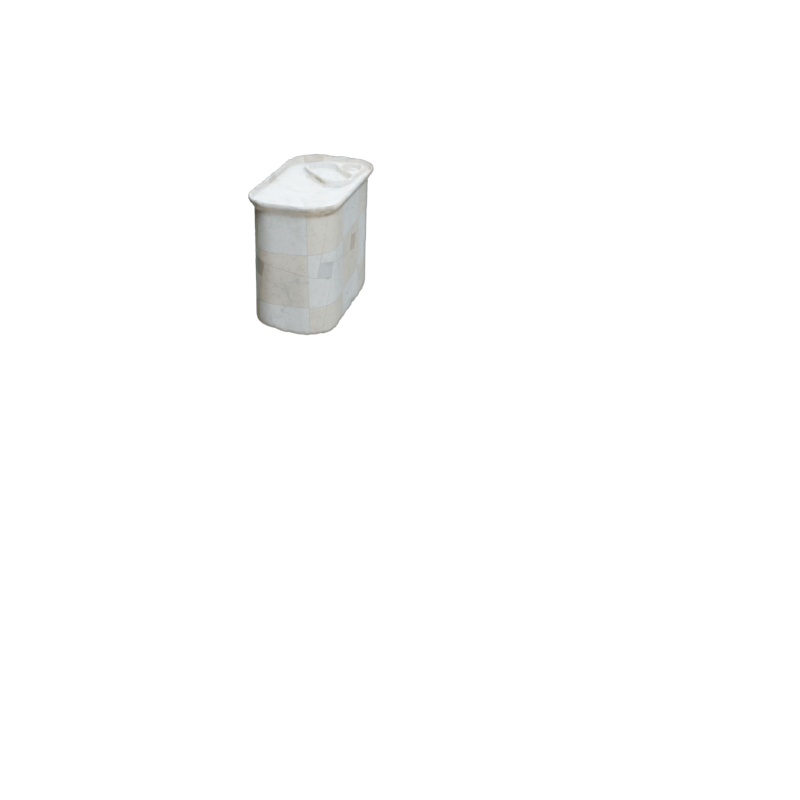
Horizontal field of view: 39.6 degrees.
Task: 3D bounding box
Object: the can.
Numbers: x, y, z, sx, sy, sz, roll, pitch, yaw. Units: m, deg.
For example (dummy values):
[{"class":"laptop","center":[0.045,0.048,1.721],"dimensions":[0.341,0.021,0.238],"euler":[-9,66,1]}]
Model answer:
[{"class":"can","center":[-0.055,-0.100,0.697],"dimensions":[0.059,0.079,0.105],"euler":[8,27,13]}]
